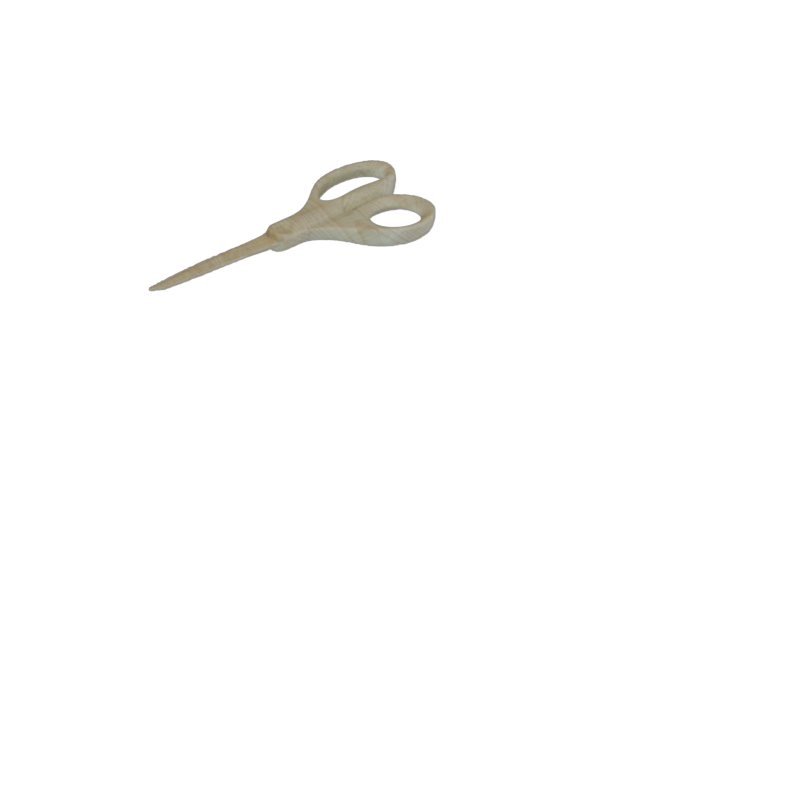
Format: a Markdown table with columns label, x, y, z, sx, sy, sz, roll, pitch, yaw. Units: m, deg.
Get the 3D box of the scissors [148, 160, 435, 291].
| label | x | y | z | sx | sy | sz | roll | pitch | yaw |
| --- | --- | --- | --- | --- | --- | --- | --- | --- | --- |
| scissors | -0.055 | -0.101 | 0.705 | 0.101 | 0.015 | 0.205 | 24 | 46 | 26 |
